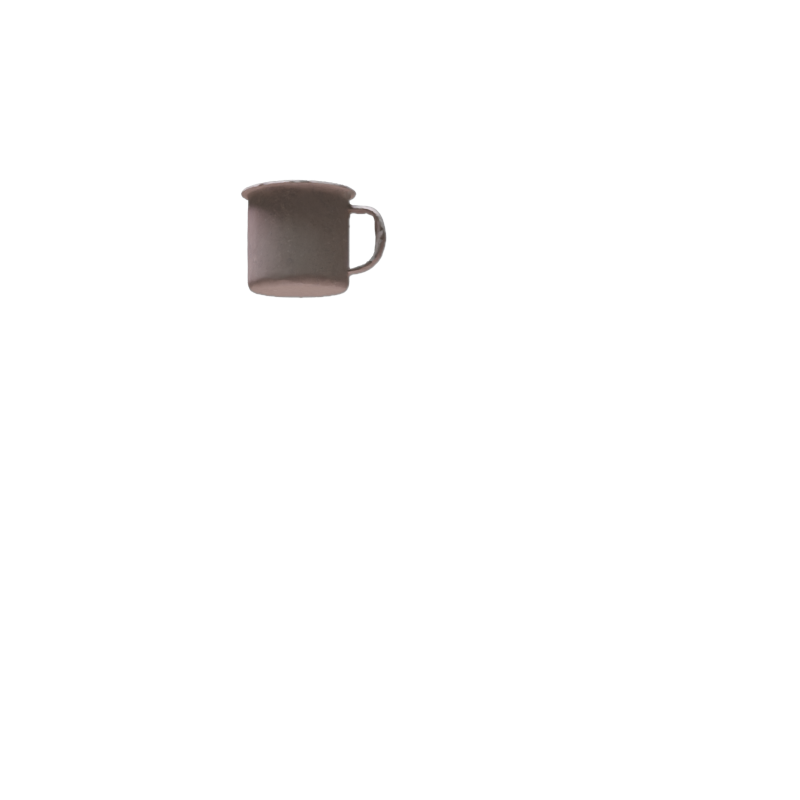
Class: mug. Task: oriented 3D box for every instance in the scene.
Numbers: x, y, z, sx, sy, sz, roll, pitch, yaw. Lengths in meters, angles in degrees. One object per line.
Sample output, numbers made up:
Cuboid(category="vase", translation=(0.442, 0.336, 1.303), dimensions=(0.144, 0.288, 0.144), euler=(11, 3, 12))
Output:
Cuboid(category="mug", translation=(-0.069, -0.127, 0.886), dimensions=(0.118, 0.083, 0.091), euler=(-1, -6, 7))
